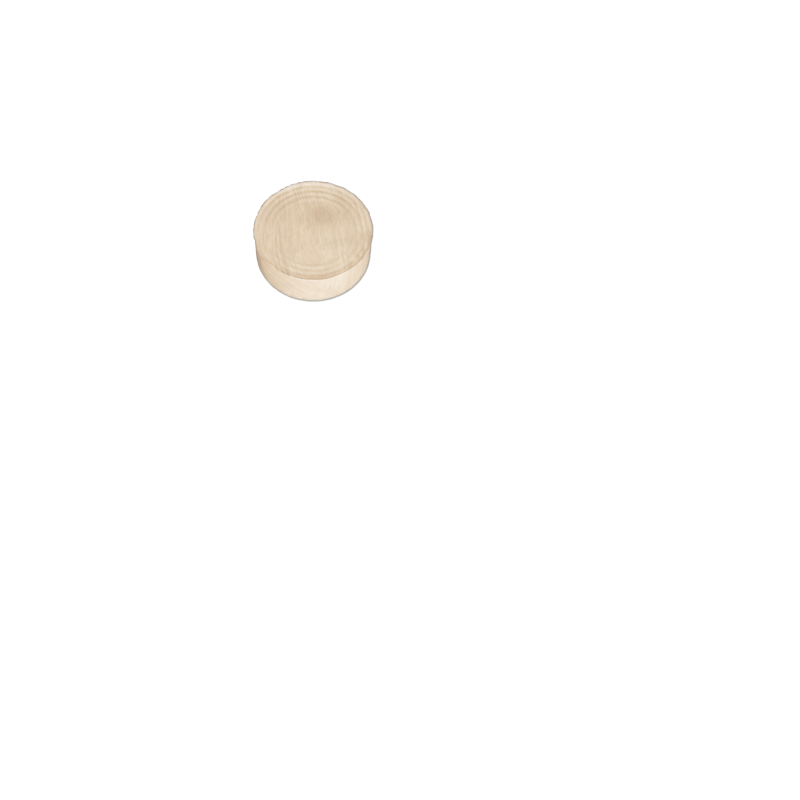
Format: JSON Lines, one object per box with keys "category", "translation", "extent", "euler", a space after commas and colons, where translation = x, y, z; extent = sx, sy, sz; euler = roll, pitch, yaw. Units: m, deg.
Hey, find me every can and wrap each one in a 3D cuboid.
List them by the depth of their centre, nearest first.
{"category": "can", "translation": [-0.063, -0.115, 0.803], "extent": [0.086, 0.092, 0.031], "euler": [-1, -31, -1]}
